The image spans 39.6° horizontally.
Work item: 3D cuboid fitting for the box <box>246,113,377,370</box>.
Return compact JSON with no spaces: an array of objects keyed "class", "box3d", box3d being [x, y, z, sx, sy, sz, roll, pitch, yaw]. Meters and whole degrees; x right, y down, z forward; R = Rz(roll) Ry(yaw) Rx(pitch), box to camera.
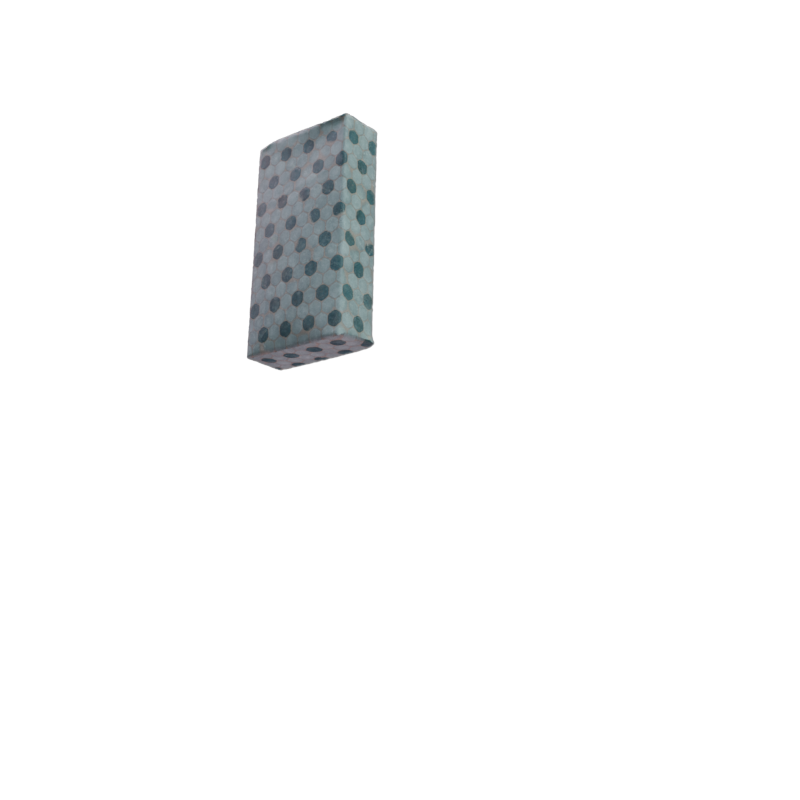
[{"class":"box","box3d":[-0.065,-0.118,0.827,0.095,0.185,0.045,-16,-25,35]}]
